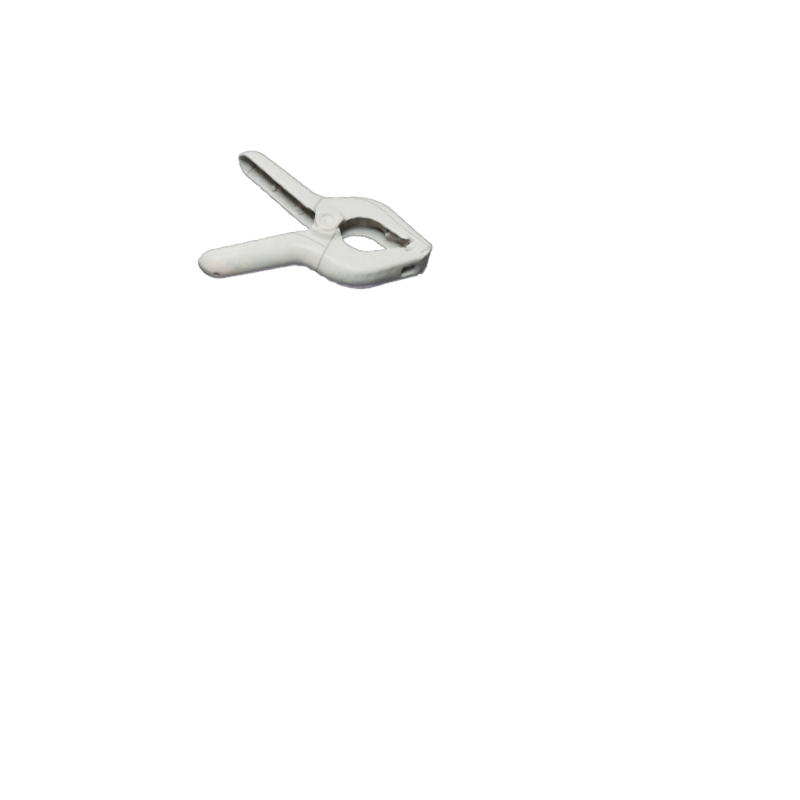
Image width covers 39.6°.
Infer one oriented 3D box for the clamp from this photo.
[{"bbox_3d":[-0.066,-0.120,0.838,0.175,0.125,0.037,20,-28,11],"label":"clamp"}]
